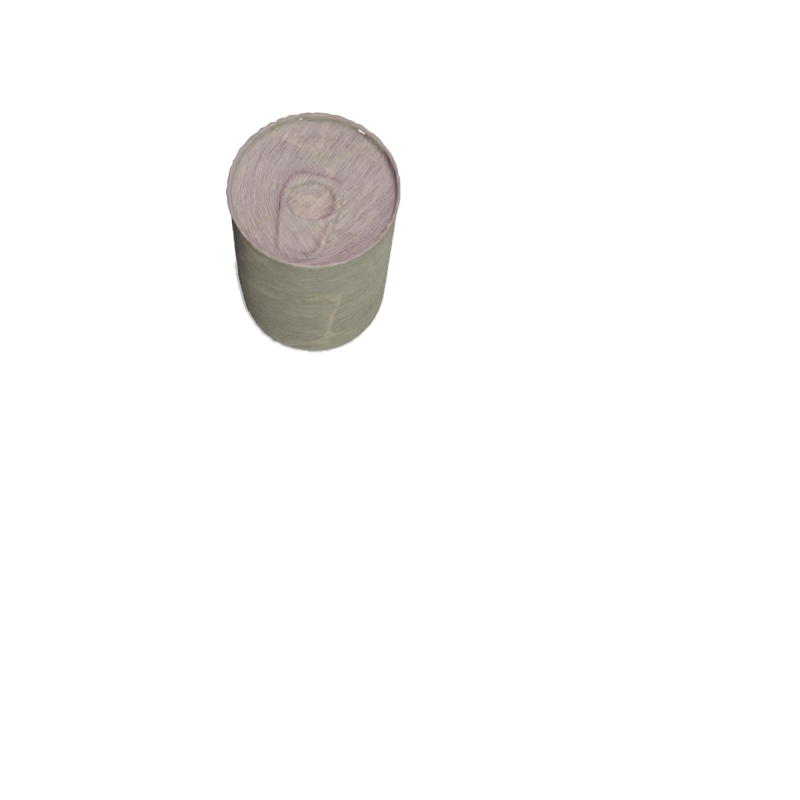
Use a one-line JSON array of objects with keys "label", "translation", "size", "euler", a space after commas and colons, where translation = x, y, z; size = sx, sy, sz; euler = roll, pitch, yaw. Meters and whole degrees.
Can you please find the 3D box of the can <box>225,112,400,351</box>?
[{"label": "can", "translation": [-0.037, -0.068, 0.476], "size": [0.068, 0.072, 0.097], "euler": [0, -20, -3]}]
